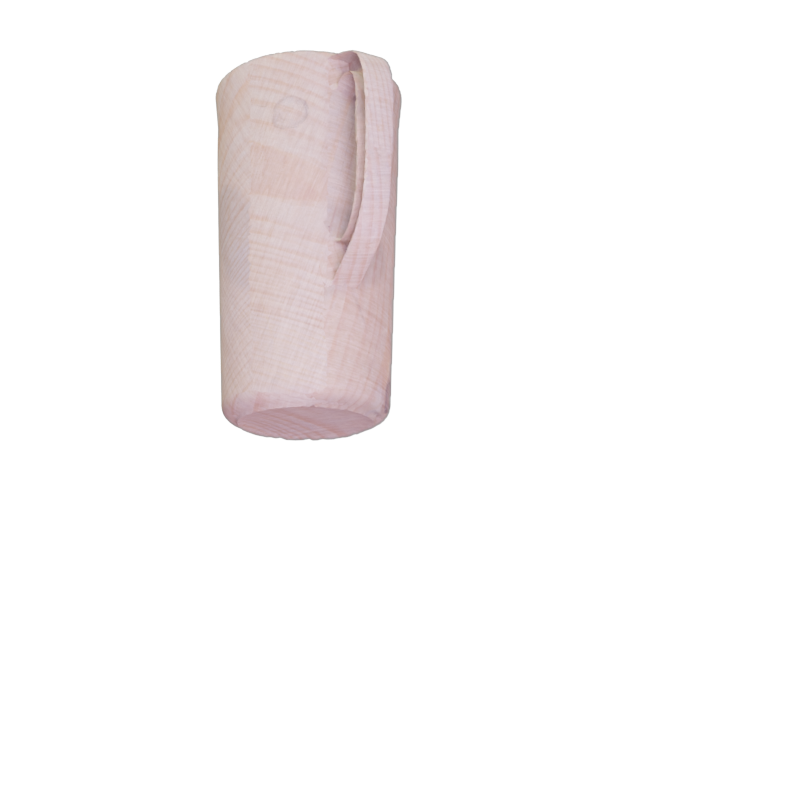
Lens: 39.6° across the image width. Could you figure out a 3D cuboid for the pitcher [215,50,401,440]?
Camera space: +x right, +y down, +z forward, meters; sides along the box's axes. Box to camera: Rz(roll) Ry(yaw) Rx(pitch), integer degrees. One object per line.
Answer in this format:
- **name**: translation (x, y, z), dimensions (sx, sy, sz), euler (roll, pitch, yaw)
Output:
- **pitcher**: translation (-0.058, -0.106, 0.739), dimensions (0.147, 0.255, 0.140), euler (-7, -21, 15)
